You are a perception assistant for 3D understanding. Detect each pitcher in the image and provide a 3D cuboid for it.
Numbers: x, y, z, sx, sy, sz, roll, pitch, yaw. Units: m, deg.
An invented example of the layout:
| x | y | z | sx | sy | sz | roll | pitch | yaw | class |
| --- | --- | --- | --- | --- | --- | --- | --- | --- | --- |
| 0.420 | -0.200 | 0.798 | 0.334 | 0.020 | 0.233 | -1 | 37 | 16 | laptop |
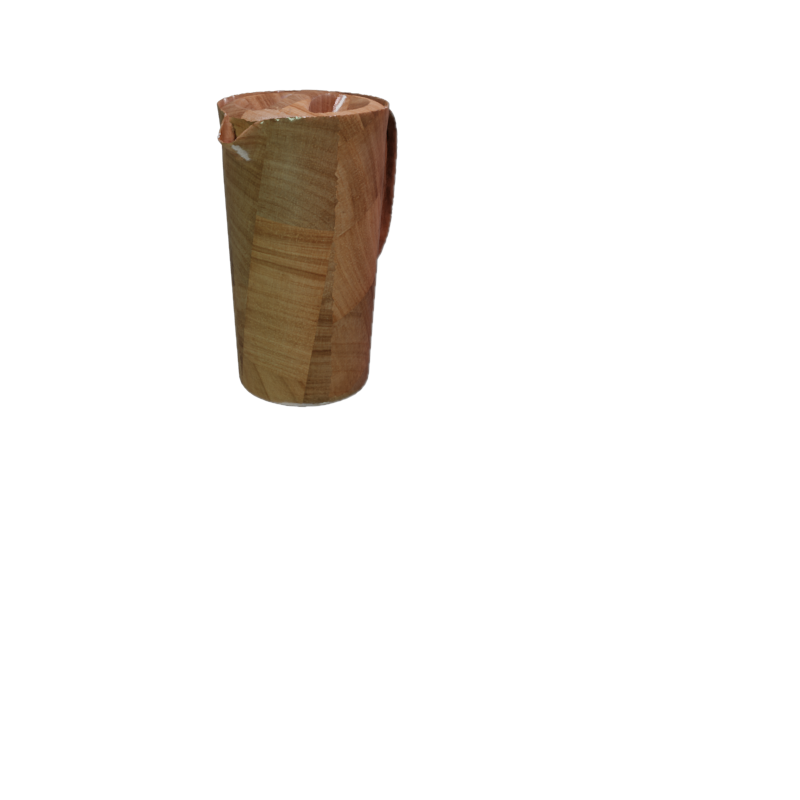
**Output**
| x | y | z | sx | sy | sz | roll | pitch | yaw | class |
| --- | --- | --- | --- | --- | --- | --- | --- | --- | --- |
| -0.070 | -0.128 | 0.893 | 0.148 | 0.233 | 0.152 | -1 | 19 | -6 | pitcher |
